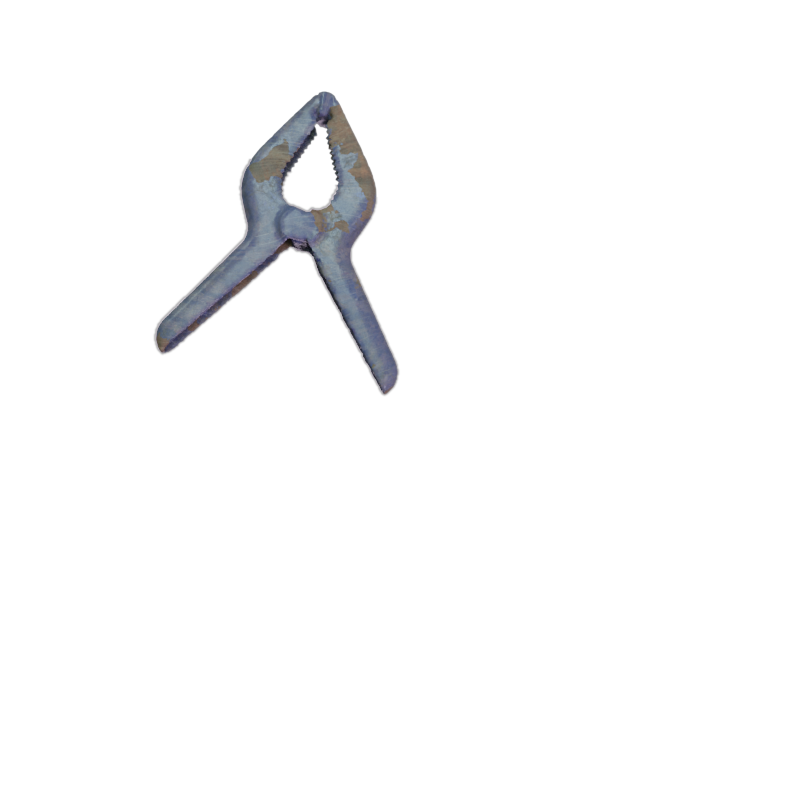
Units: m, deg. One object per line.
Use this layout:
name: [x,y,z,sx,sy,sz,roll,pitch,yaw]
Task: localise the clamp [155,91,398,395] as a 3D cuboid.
clamp: [-0.060,-0.110,0.768,0.166,0.216,0.035,16,-14,4]
